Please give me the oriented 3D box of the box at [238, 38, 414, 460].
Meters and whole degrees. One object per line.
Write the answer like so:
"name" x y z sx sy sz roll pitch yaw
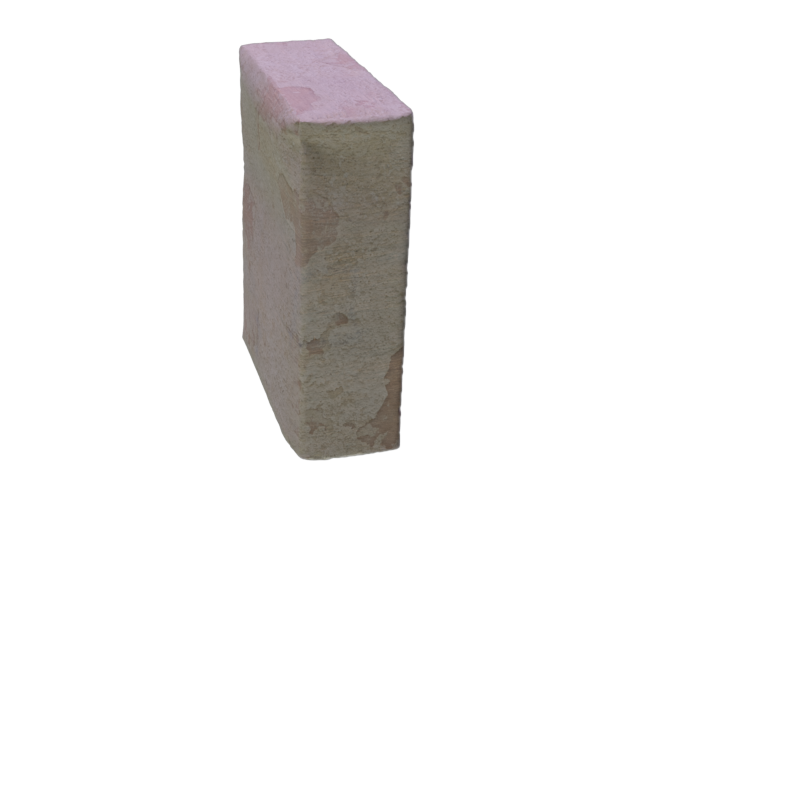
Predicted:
"box" -0.053 -0.097 0.681 0.071 0.202 0.176 -6 29 -17
